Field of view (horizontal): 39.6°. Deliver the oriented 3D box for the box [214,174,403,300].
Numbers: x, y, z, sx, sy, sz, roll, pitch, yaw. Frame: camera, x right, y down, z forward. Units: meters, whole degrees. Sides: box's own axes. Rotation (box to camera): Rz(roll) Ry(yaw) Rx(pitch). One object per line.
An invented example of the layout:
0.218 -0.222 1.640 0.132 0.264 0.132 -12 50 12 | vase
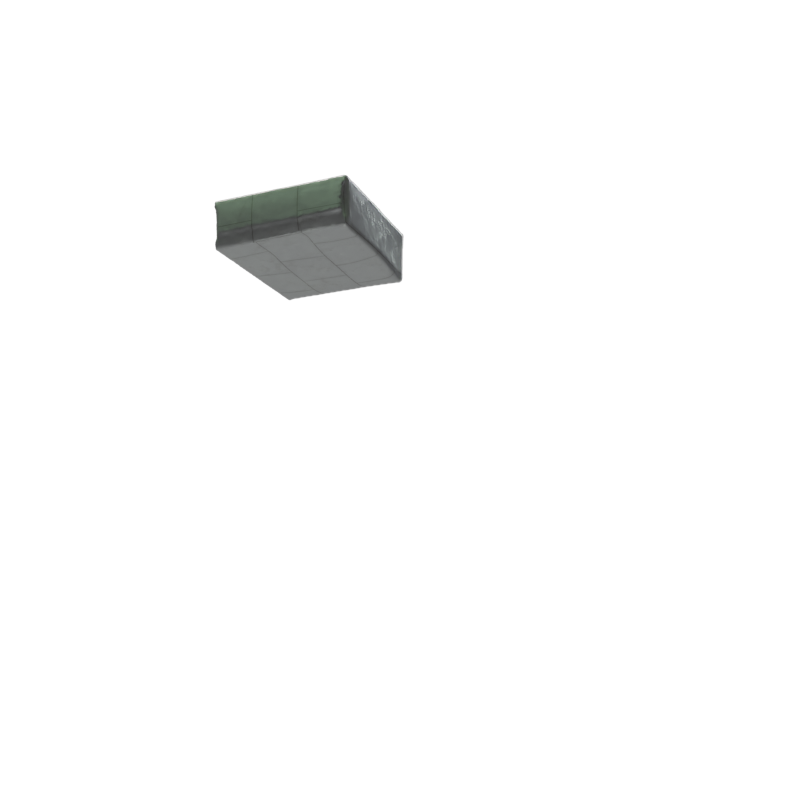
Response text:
-0.056 -0.103 0.722 0.091 0.041 0.106 -7 -18 20 | box
